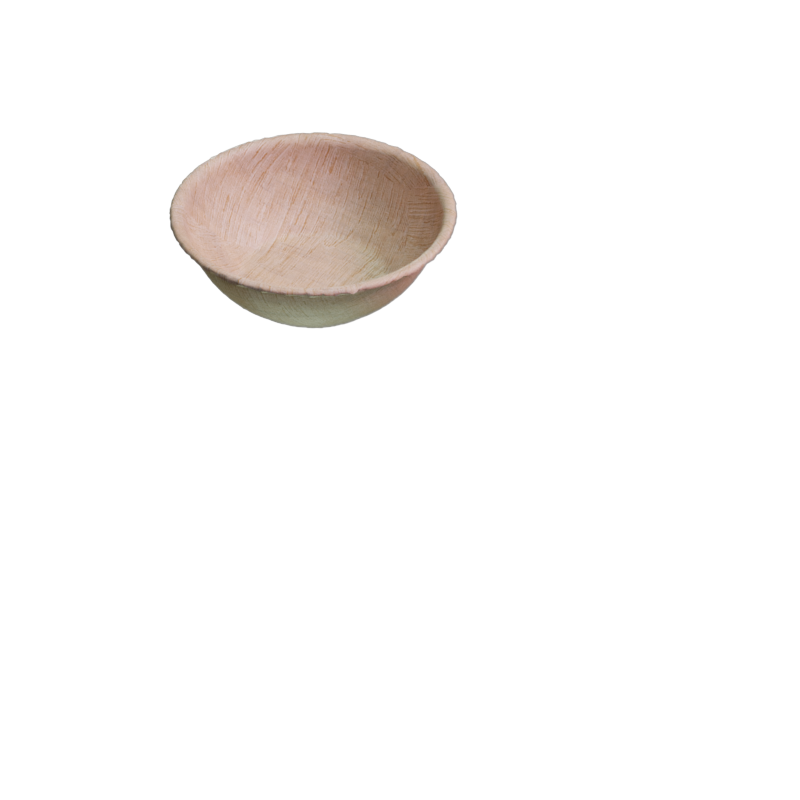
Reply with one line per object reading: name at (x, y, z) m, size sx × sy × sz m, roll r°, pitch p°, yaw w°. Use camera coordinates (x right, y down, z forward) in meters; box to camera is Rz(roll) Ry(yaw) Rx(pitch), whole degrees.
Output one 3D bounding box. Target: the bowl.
bowl at (-0.050, -0.091, 0.638) m, size 0.162 × 0.051 × 0.174 m, roll -1°, pitch 41°, yaw -2°
